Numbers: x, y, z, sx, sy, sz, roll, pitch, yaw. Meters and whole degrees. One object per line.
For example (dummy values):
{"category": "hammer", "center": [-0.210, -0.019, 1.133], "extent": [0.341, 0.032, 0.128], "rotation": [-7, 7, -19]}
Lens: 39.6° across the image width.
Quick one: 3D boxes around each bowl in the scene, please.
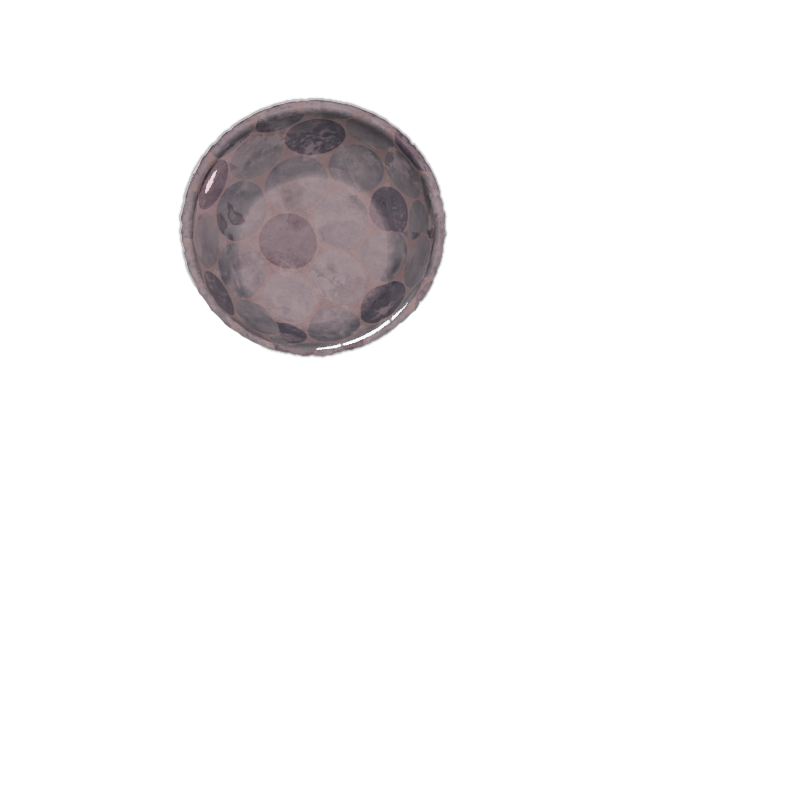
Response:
{"category": "bowl", "center": [-0.051, -0.093, 0.652], "extent": [0.162, 0.156, 0.057], "rotation": [0, 16, -1]}
